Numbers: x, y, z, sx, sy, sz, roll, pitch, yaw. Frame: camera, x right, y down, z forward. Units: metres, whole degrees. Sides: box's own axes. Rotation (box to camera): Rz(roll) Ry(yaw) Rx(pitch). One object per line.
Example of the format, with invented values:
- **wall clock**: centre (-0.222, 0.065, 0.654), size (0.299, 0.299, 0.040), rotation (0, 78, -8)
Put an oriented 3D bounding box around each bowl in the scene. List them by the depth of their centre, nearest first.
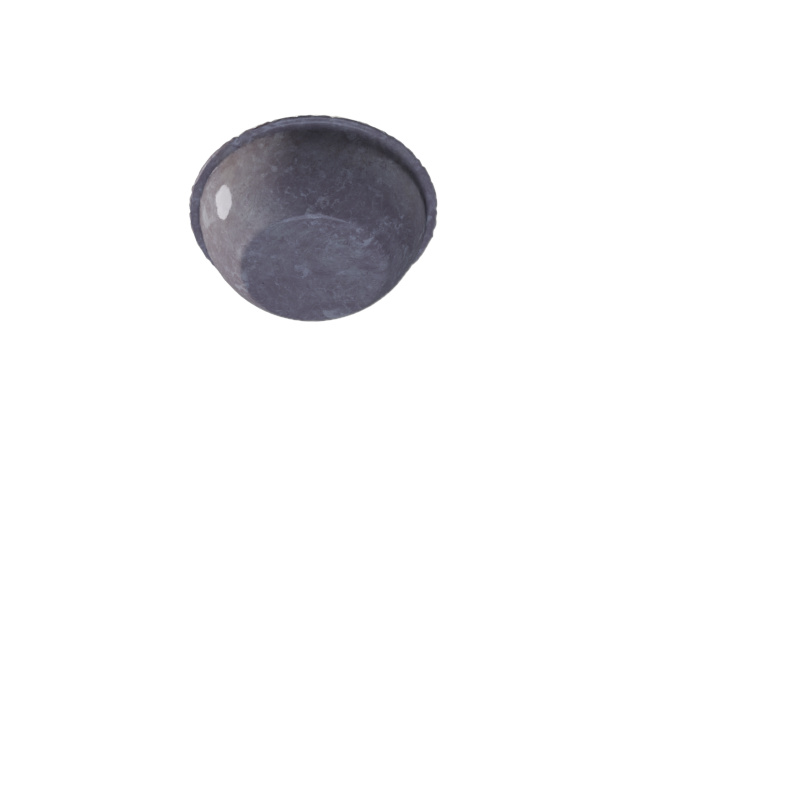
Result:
- **bowl**: centre (-0.055, -0.100, 0.704), size (0.162, 0.059, 0.151), rotation (1, -44, -1)
